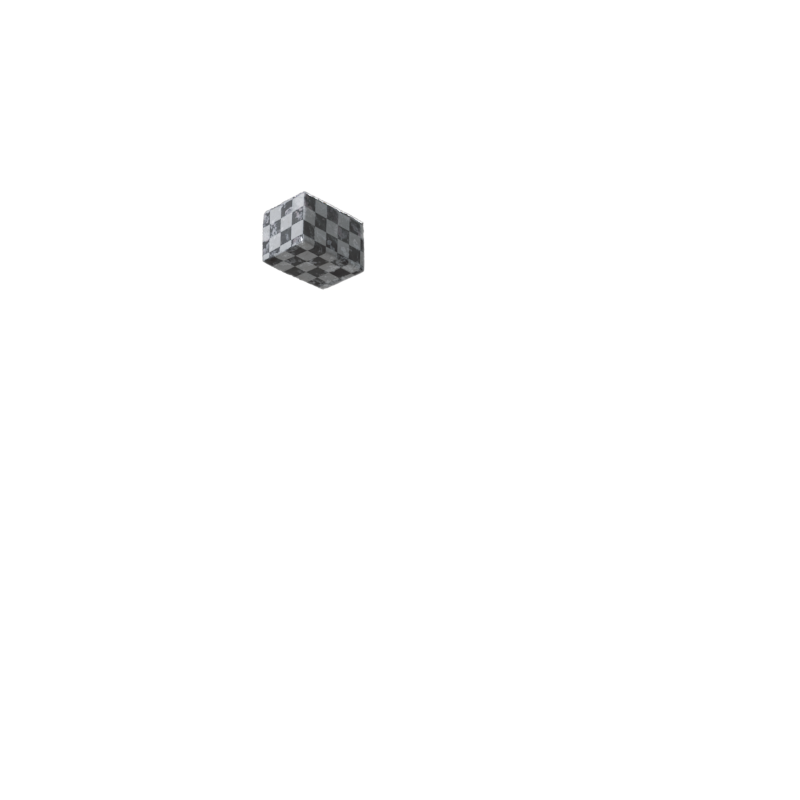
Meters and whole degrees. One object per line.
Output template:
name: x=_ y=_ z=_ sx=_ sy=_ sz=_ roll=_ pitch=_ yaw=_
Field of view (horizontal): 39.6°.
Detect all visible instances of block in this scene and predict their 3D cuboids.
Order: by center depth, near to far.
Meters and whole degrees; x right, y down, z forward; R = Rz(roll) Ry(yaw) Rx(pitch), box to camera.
block: x=-0.076 y=-0.138 z=0.969 sx=0.053 sy=0.054 sz=0.073 roll=-23 pitch=-32 yaw=38
